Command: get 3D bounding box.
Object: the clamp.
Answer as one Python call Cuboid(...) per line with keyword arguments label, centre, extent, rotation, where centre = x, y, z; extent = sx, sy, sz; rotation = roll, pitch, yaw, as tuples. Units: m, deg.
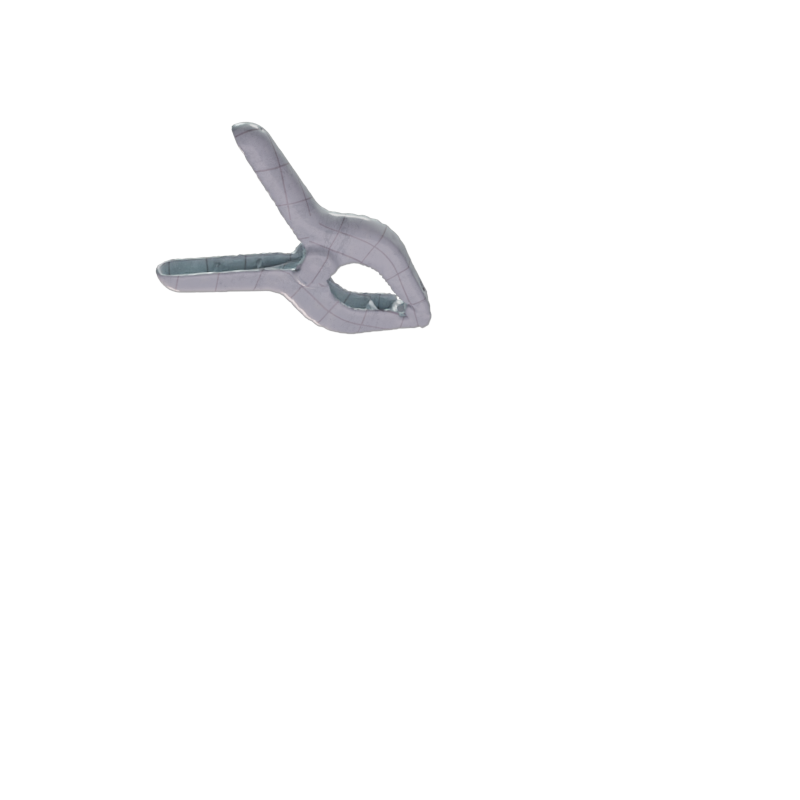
Cuboid(label="clamp", centre=(-0.053, -0.097, 0.680), extent=(0.168, 0.115, 0.042), rotation=(16, 35, -12))
